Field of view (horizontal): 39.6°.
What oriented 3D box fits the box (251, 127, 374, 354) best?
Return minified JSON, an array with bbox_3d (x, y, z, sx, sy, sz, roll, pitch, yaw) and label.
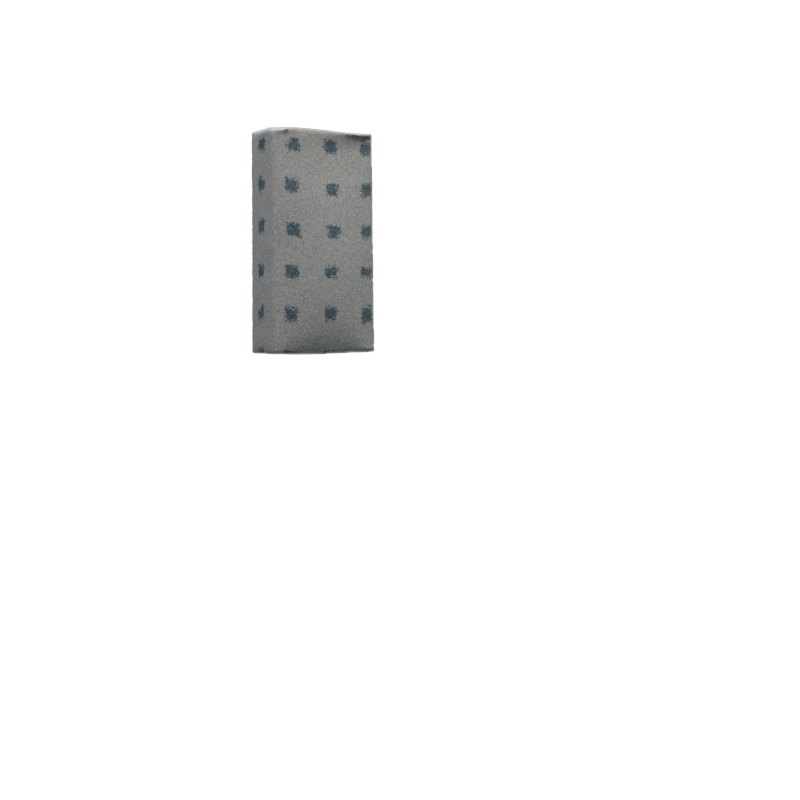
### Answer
[{"bbox_3d":[-0.069,-0.126,0.881,0.090,0.177,0.049,0,-1,-30],"label":"box"}]
